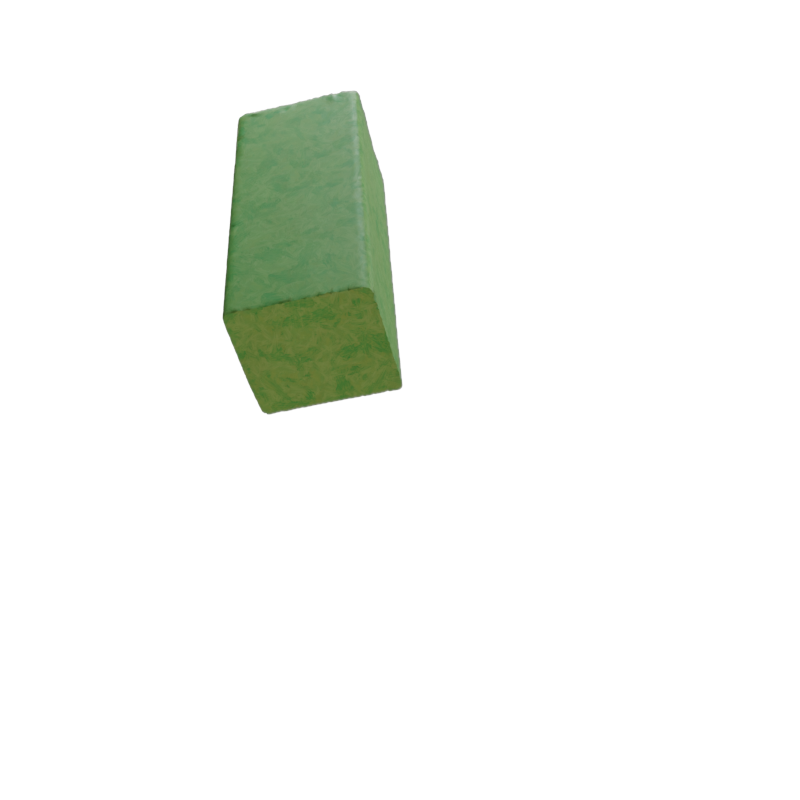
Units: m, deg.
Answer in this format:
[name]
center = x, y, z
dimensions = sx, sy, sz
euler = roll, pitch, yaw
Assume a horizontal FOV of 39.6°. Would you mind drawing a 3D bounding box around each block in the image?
[block]
center = -0.057, -0.104, 0.728
dimensions = 0.091, 0.221, 0.083
euler = -12, -46, 7
